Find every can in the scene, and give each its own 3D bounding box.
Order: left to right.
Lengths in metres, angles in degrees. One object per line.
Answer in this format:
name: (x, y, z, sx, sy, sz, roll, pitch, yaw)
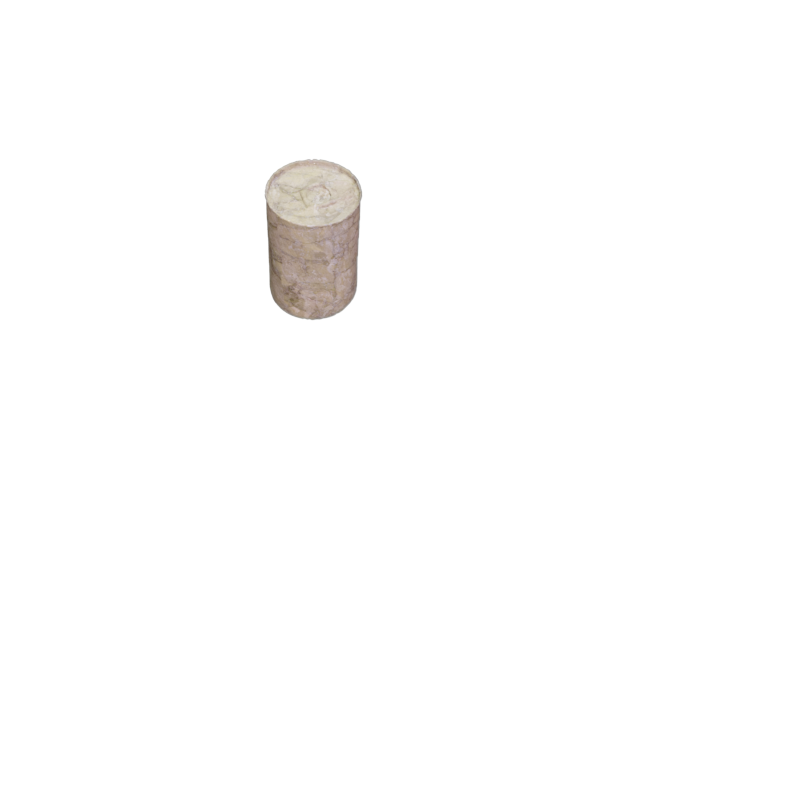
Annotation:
can: (-0.063, -0.116, 0.809, 0.068, 0.074, 0.095, 0, -40, -3)
